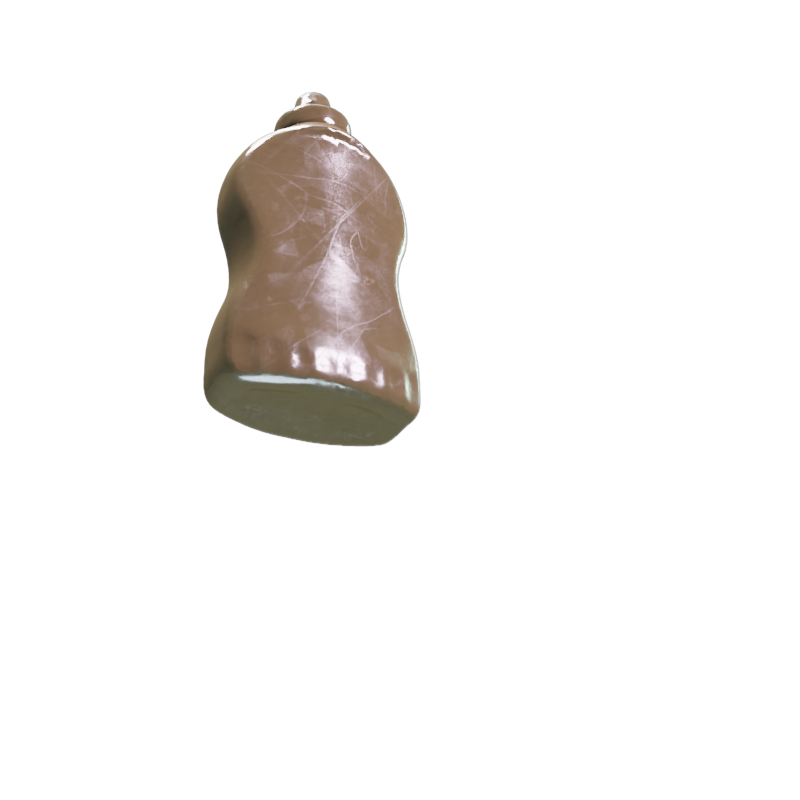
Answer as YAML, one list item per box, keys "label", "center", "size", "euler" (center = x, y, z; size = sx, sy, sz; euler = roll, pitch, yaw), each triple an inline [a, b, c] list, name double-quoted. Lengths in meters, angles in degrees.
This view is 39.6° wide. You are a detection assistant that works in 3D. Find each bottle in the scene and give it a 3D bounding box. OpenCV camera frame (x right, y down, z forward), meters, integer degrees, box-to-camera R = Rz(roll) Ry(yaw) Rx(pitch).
- label: "bottle"
  center: [-0.043, -0.077, 0.541]
  size: [0.093, 0.205, 0.056]
  euler: [12, -37, -20]
